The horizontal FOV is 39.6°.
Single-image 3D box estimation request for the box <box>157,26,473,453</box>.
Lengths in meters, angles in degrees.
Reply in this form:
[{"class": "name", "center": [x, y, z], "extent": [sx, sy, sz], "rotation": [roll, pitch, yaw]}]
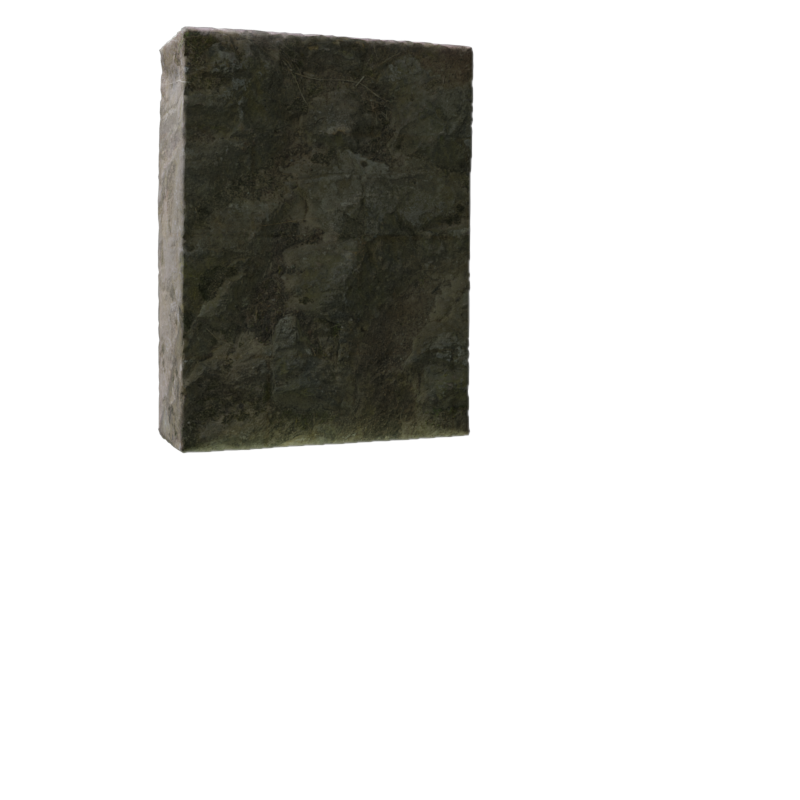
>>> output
[{"class": "box", "center": [-0.047, -0.086, 0.603], "extent": [0.160, 0.214, 0.074], "rotation": [-1, 1, -22]}]
